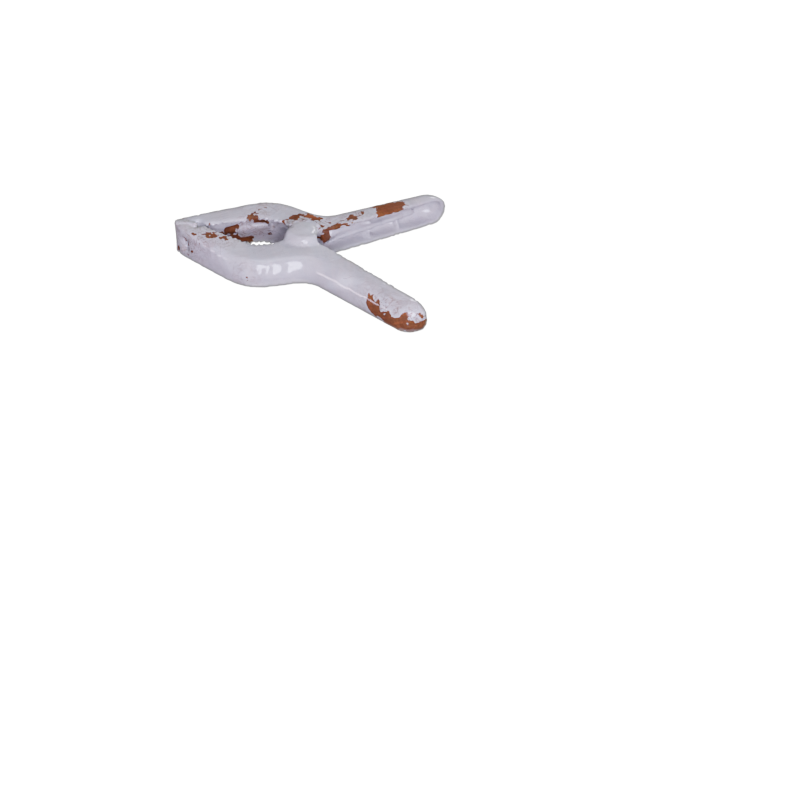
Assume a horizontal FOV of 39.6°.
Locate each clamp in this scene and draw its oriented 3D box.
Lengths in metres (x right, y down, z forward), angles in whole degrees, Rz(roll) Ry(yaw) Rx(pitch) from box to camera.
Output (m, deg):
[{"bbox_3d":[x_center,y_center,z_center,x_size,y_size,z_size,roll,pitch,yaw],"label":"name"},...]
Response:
[{"bbox_3d":[-0.067,-0.122,0.852,0.215,0.034,0.172,10,38,13],"label":"clamp"}]
